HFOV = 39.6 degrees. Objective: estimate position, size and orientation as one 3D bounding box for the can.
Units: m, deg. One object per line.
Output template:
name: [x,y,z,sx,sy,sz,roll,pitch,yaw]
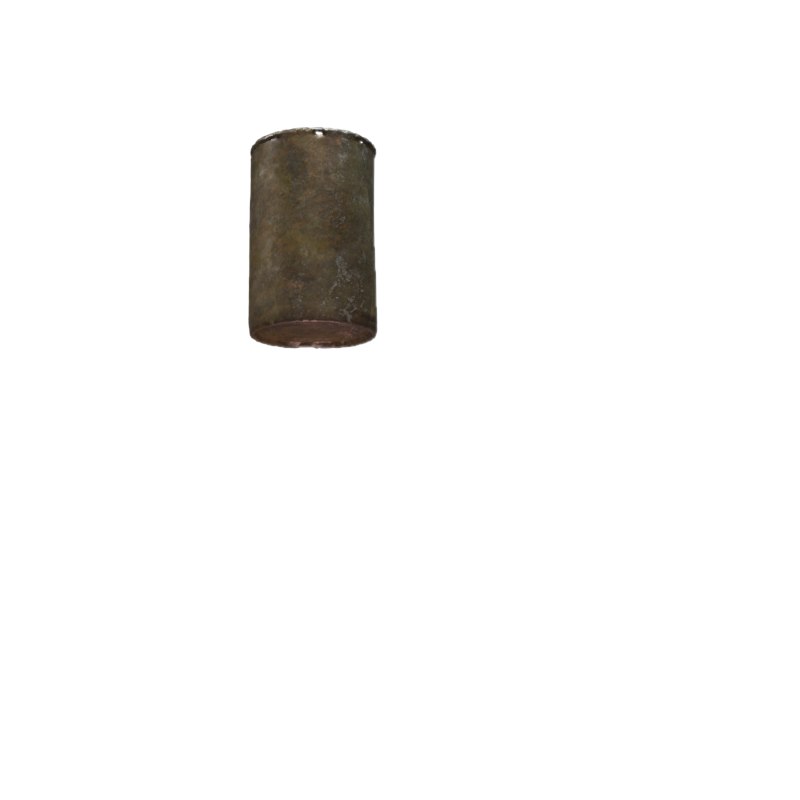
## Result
can: [-0.046,-0.083,0.582,0.068,0.106,0.066,0,-15,-2]
